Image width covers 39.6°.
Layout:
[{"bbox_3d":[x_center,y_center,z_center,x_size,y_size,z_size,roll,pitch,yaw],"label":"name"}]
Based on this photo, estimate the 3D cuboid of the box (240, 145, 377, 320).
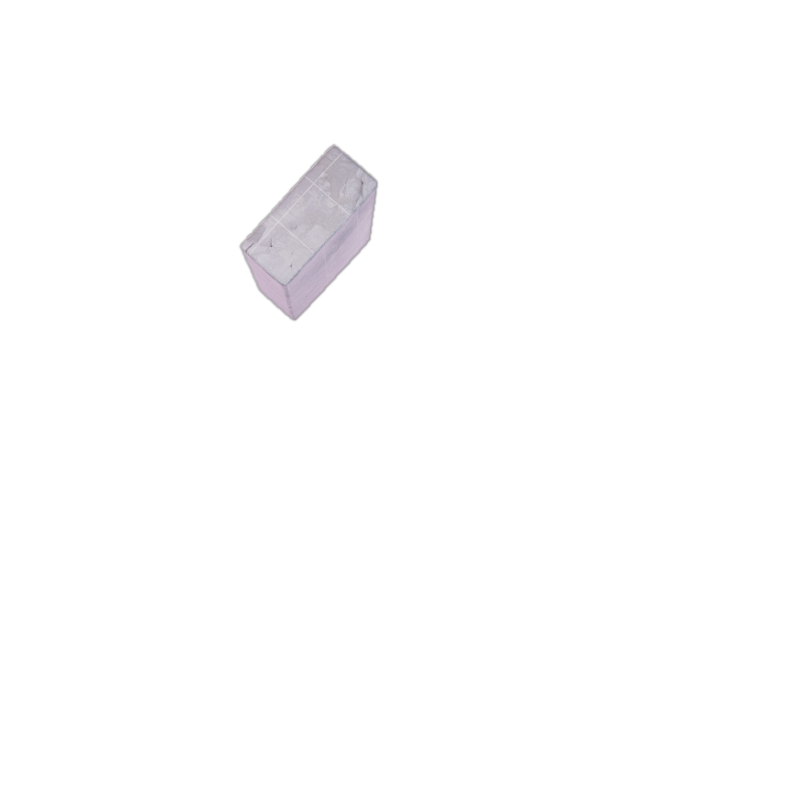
[{"bbox_3d":[-0.062,-0.112,0.788,0.048,0.094,0.174,42,-4,-2],"label":"box"}]
